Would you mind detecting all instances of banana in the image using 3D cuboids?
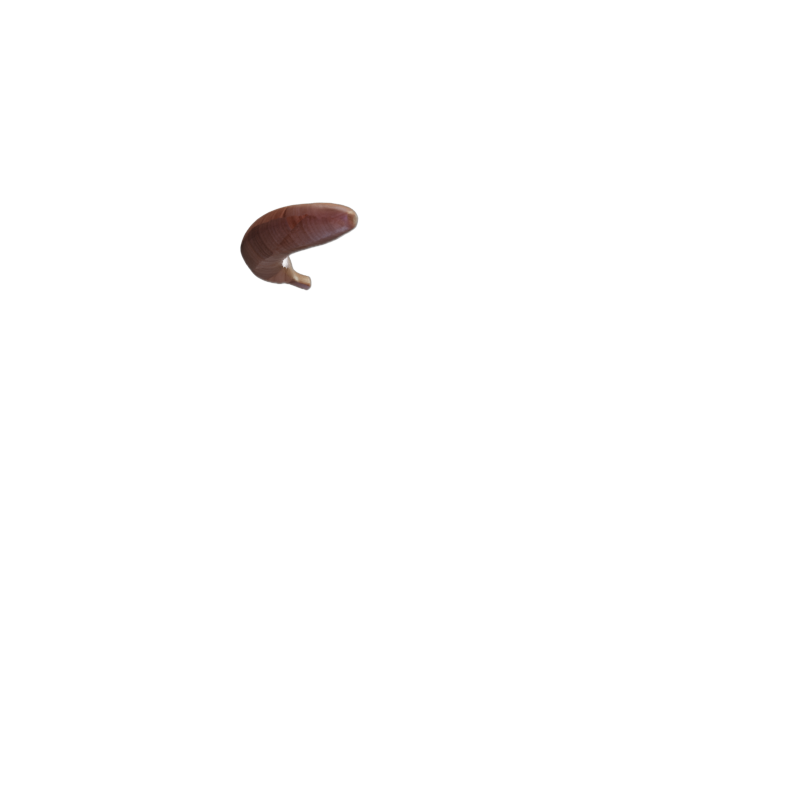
[{"bbox_3d":[-0.086,-0.122,0.854,0.068,0.038,0.196,2,-6,-14],"label":"banana"}]
